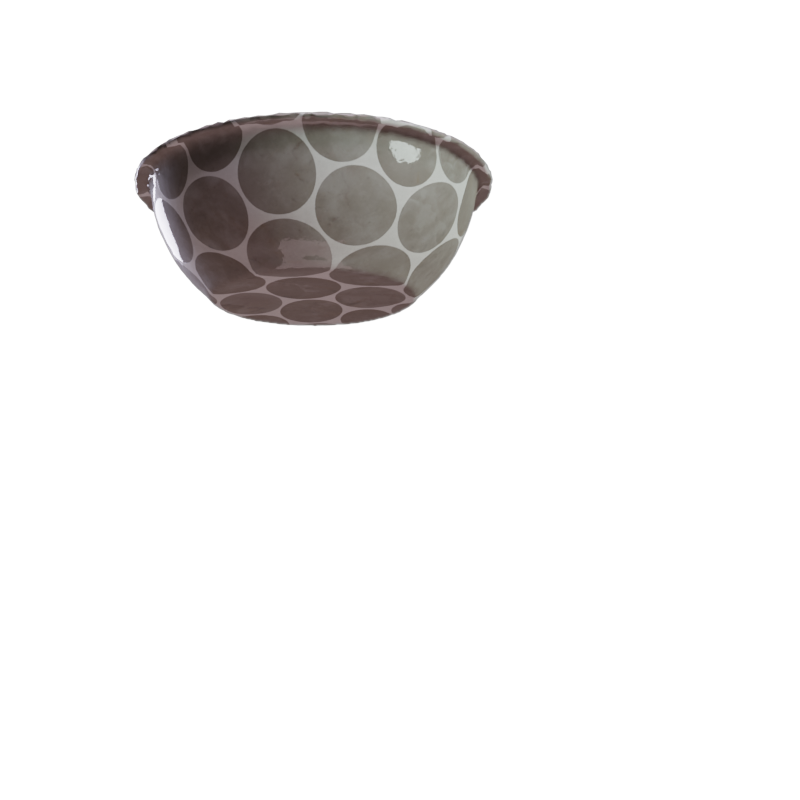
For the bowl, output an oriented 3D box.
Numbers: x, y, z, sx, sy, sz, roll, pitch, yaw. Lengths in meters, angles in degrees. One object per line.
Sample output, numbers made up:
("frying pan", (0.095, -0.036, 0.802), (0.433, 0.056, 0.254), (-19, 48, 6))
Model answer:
("bowl", (-0.039, -0.071, 0.498), (0.162, 0.057, 0.156), (0, -13, -2))
